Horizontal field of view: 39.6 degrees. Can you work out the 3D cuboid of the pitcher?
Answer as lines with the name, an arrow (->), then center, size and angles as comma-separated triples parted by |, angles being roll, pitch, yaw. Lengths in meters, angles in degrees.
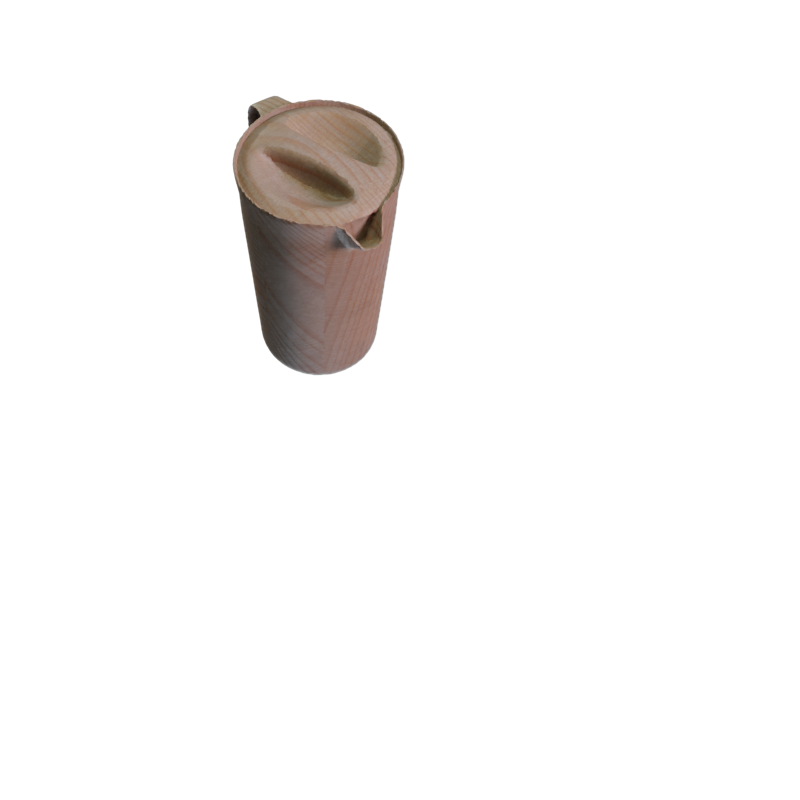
pitcher -> -0.074, -0.136, 0.951 | 0.147, 0.157, 0.227 | 12, -34, 5
